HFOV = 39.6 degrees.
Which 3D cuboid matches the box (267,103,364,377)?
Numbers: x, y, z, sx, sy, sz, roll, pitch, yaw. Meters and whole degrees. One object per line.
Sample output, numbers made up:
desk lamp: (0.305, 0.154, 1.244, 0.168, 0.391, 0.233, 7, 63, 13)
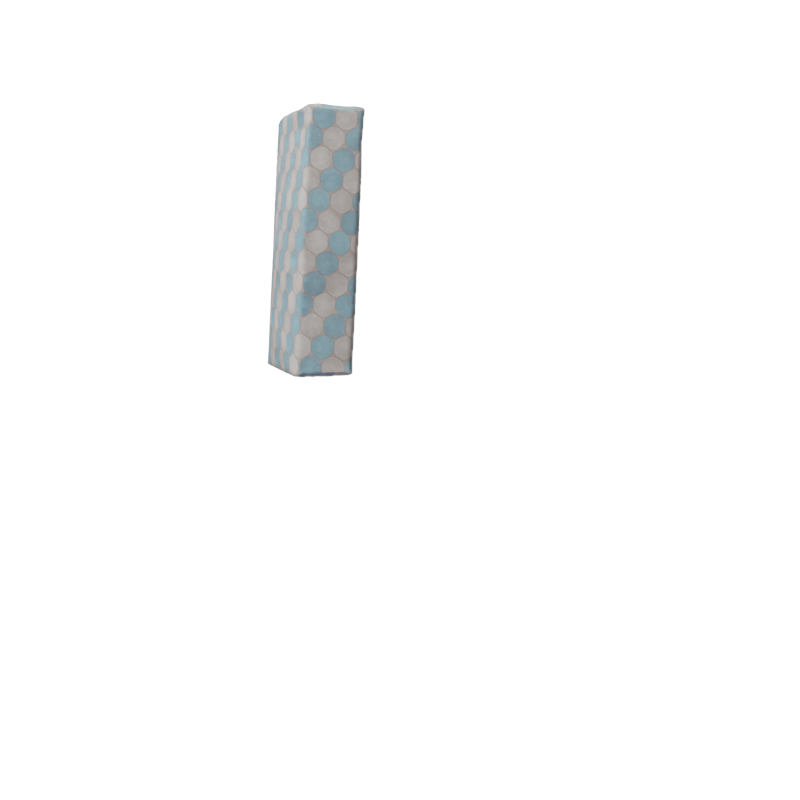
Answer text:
box: (-0.059, -0.108, 0.754, 0.047, 0.177, 0.095, 0, 0, -18)
